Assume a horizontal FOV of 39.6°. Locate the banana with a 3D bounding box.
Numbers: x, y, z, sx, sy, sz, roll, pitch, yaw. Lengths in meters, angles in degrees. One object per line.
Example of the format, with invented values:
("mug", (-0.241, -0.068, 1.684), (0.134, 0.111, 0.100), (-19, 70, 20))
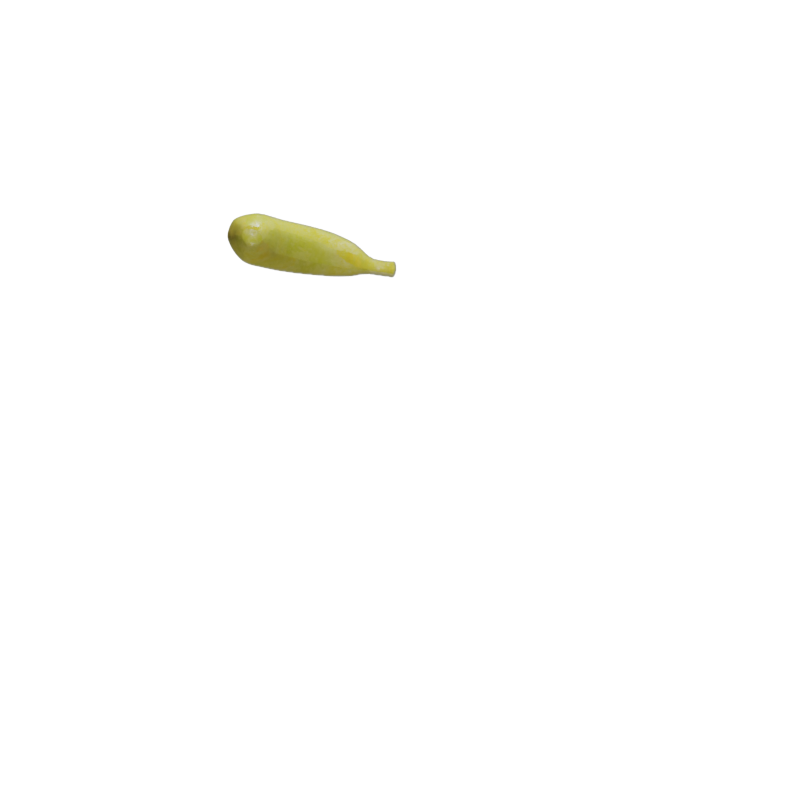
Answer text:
("banana", (-0.077, -0.114, 0.810), (0.072, 0.037, 0.190), (-1, 0, 30))
